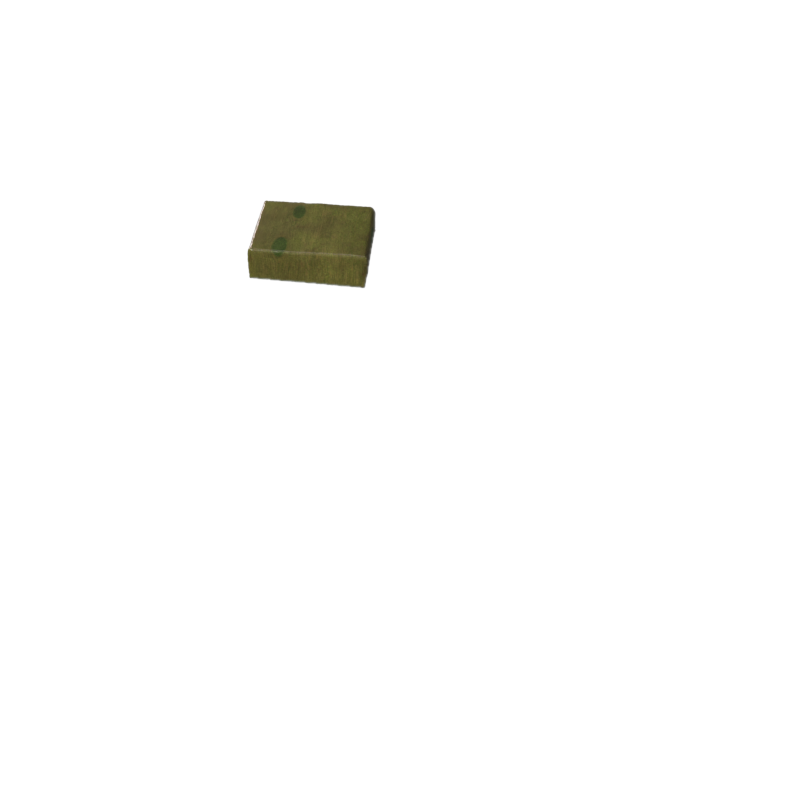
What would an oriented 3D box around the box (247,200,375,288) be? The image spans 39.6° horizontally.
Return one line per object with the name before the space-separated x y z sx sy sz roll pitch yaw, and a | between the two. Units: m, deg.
box | -0.065 -0.120 0.838 0.090 0.028 0.077 4 37 5
